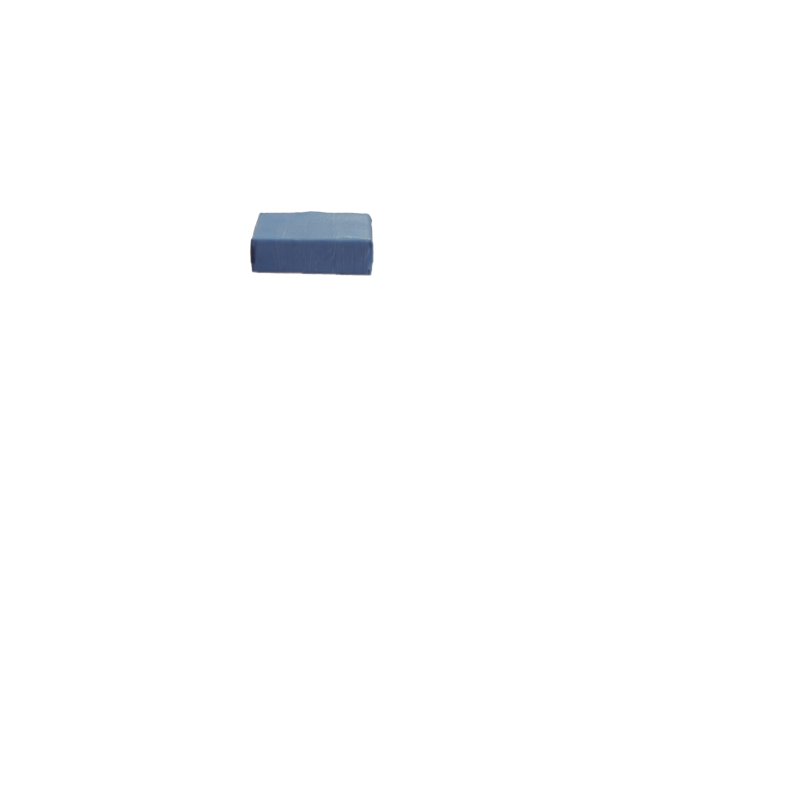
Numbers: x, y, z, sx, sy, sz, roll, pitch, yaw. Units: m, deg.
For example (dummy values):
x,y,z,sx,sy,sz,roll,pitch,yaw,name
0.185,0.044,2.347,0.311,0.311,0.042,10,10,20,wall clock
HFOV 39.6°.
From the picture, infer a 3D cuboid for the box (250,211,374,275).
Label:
x,y,z,sx,sy,sz,roll,pitch,yaw,name
-0.065,-0.118,0.827,0.089,0.029,0.076,0,23,0,box
